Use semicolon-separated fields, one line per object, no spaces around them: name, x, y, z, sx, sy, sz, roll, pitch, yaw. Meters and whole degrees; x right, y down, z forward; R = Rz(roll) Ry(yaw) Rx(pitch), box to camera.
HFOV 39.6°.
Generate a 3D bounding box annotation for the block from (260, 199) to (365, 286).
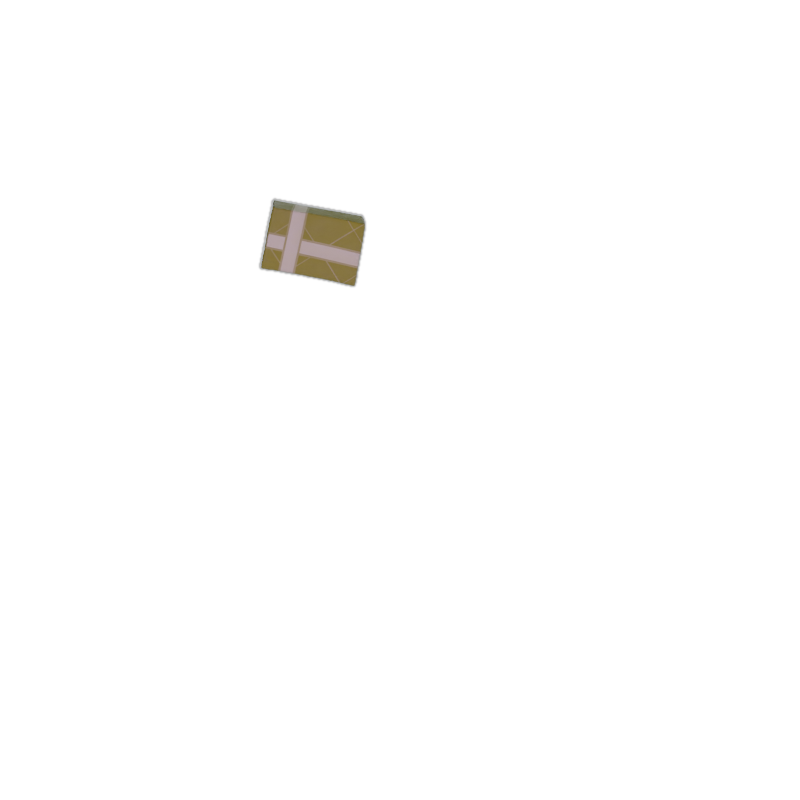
block;-0.070;-0.128;0.897;0.078;0.052;0.053;11;12;-3
